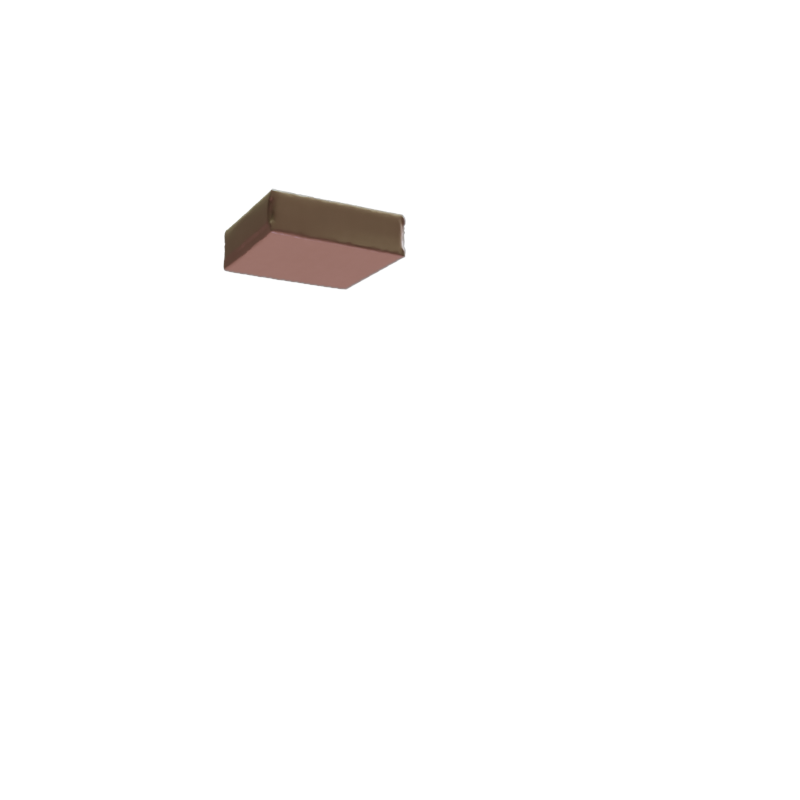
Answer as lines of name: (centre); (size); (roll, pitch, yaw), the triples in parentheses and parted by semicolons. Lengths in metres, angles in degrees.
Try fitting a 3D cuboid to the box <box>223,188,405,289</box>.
box: (-0.052, -0.095, 0.665); (0.086, 0.031, 0.073); (7, -16, -26)
